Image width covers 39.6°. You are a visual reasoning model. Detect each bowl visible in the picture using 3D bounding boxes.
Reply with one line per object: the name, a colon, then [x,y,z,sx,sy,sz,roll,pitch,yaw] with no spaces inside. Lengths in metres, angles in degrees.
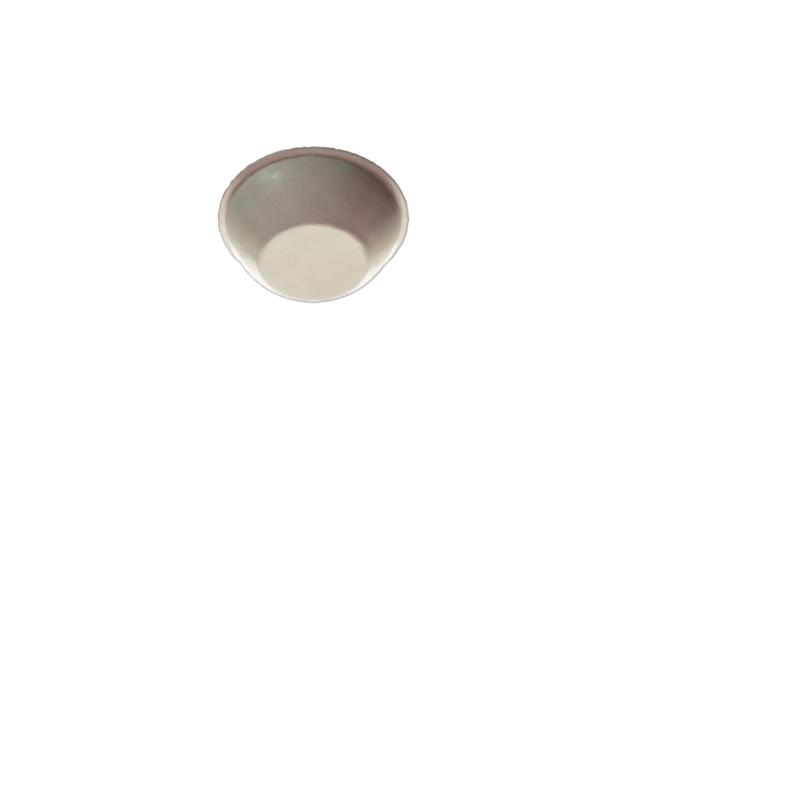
bowl: [-0.072,-0.131,0.919,0.162,0.059,0.151,1,-44,-1]
